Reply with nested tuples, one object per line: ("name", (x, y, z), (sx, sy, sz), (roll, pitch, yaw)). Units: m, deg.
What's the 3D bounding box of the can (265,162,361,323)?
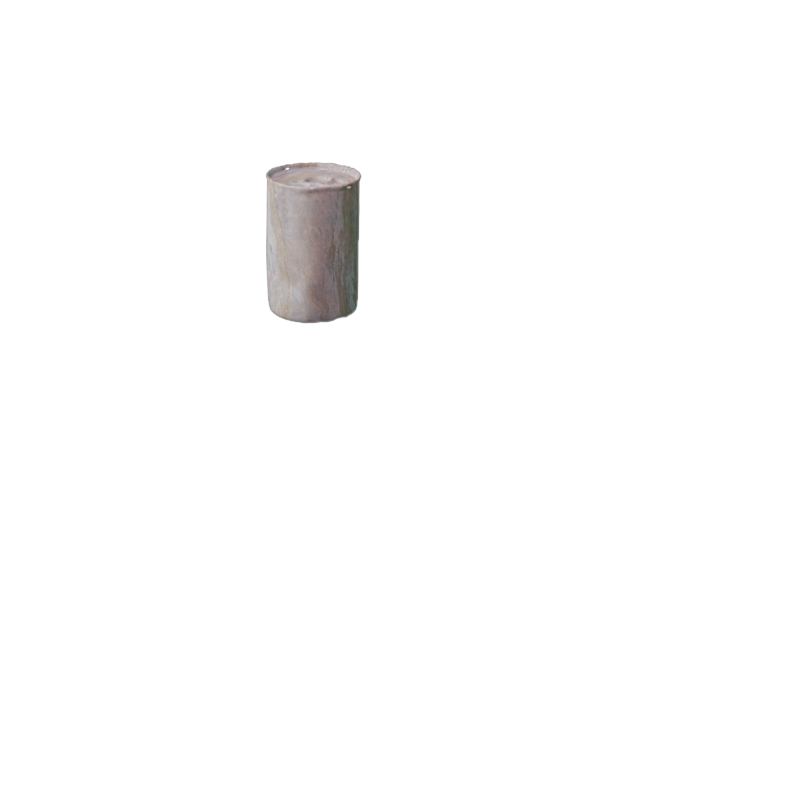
("can", (-0.063, -0.115, 0.803), (0.068, 0.098, 0.072), (0, 21, -2))
